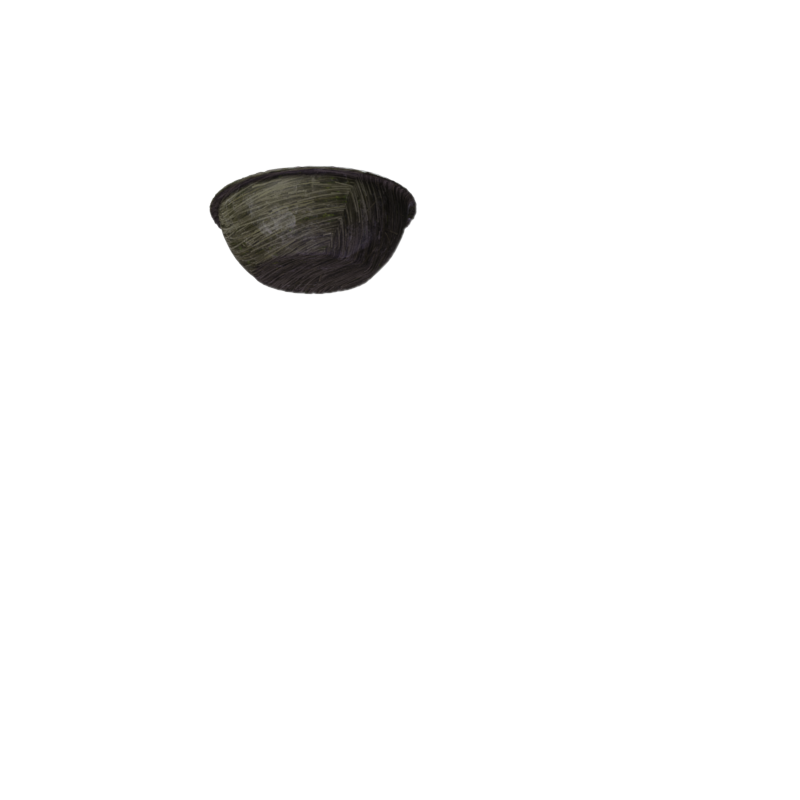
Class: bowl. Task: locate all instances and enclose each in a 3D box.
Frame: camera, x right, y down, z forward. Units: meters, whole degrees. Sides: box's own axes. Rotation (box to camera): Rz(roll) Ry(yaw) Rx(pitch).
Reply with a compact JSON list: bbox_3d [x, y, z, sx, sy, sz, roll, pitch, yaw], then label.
[{"bbox_3d":[-0.067,-0.122,0.853,0.162,0.057,0.156,0,-15,-2],"label":"bowl"}]
